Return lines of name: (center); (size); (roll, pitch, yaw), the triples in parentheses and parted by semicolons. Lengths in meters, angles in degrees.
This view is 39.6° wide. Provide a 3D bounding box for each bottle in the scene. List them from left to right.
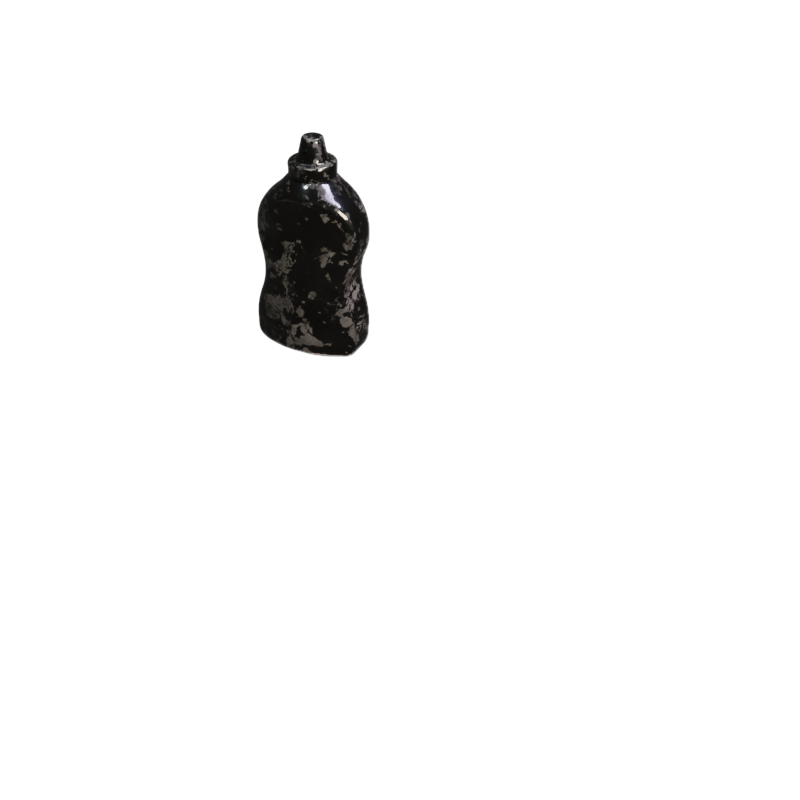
bottle: (-0.073, -0.133, 0.933); (0.100, 0.181, 0.059); (16, 32, 23)
